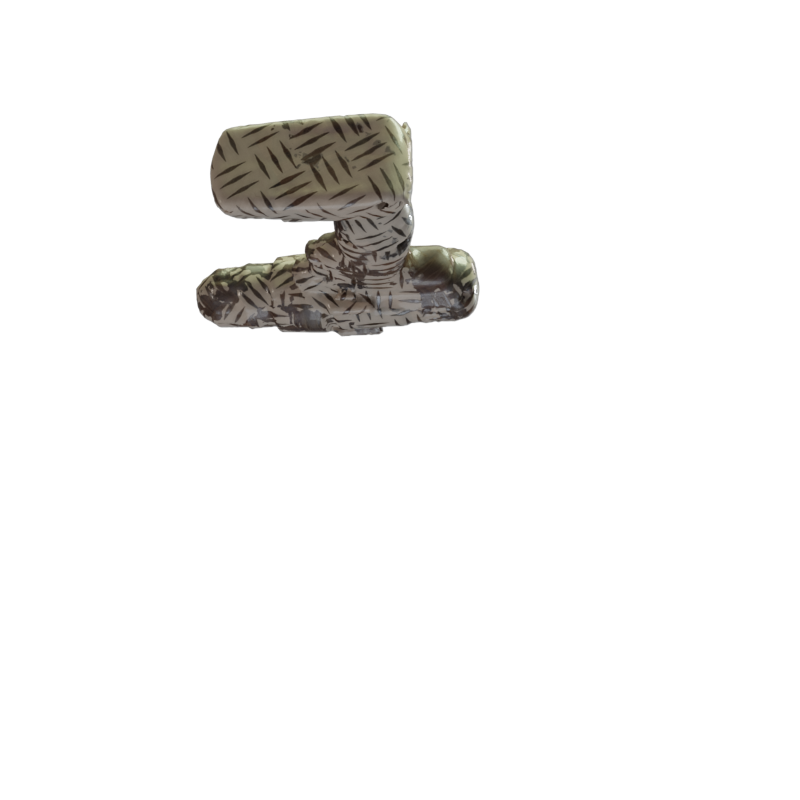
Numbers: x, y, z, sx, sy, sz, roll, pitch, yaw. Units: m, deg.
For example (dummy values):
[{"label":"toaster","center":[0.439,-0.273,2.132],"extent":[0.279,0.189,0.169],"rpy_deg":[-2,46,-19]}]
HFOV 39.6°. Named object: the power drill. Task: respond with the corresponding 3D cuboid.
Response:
[{"label":"power drill","center":[-0.051,-0.094,0.657],"extent":[0.186,0.060,0.176],"rpy_deg":[-4,-21,9]}]
